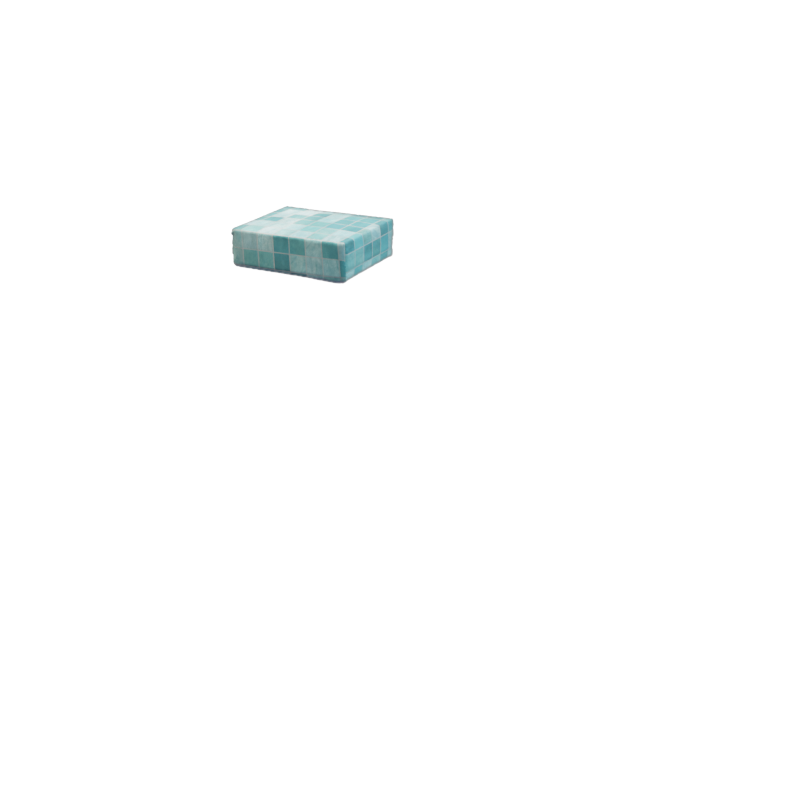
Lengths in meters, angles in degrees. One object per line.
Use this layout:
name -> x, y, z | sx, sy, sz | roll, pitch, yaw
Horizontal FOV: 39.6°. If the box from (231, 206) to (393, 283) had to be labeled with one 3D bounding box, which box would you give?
box -> -0.075, -0.136, 0.955 | 0.118, 0.037, 0.090 | 13, 26, 26
